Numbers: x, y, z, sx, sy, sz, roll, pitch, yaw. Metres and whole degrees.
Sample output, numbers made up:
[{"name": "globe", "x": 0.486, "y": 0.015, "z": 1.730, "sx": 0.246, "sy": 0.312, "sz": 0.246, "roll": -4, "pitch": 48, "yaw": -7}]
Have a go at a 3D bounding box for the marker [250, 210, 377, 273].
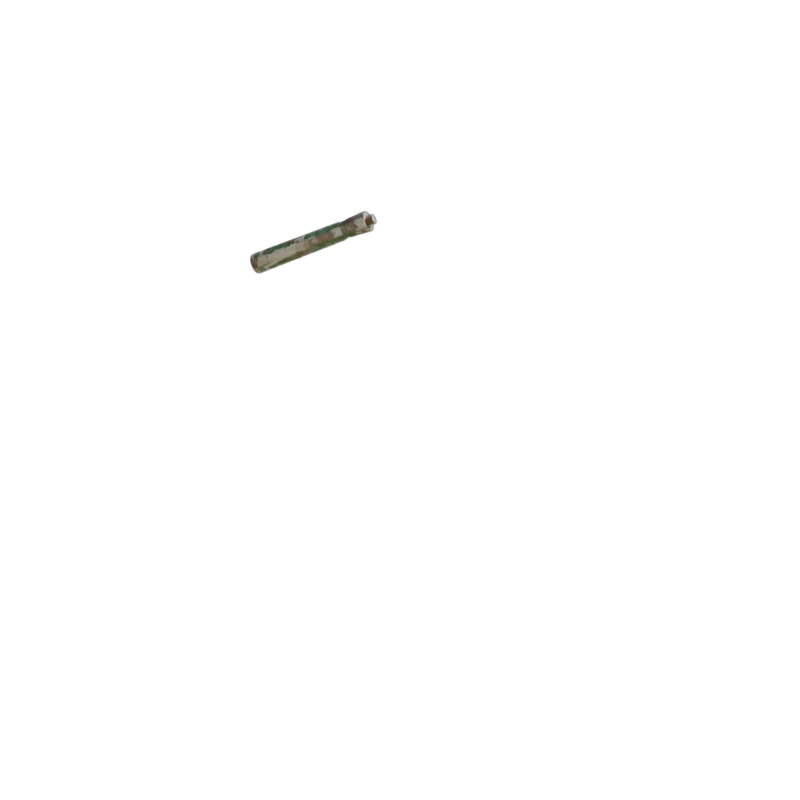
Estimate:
[{"name": "marker", "x": -0.075, "y": -0.137, "z": 0.958, "sx": 0.122, "sy": 0.020, "sz": 0.019, "roll": -17, "pitch": -3, "yaw": 24}]
